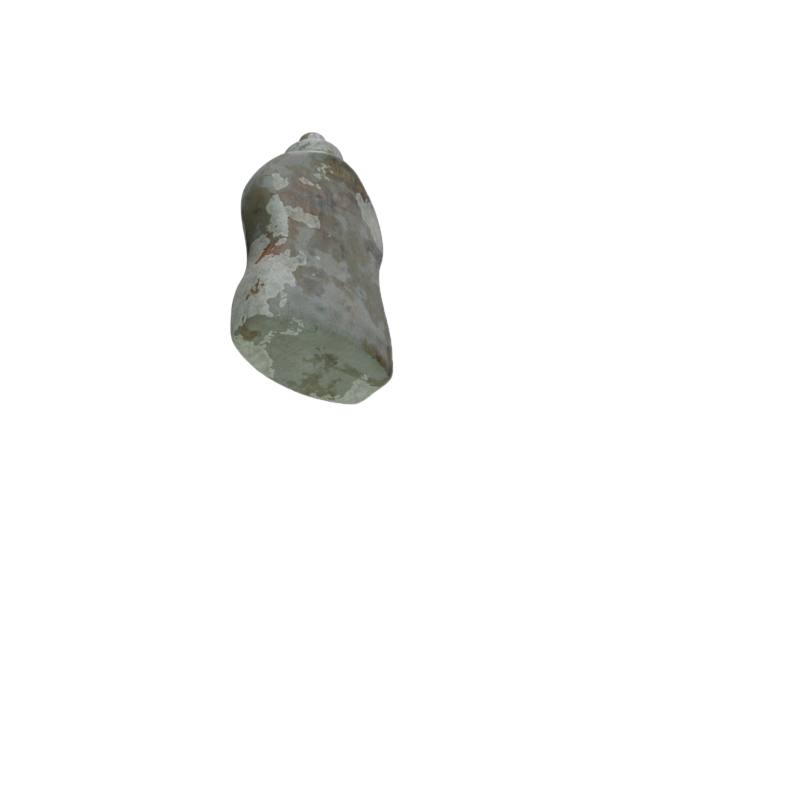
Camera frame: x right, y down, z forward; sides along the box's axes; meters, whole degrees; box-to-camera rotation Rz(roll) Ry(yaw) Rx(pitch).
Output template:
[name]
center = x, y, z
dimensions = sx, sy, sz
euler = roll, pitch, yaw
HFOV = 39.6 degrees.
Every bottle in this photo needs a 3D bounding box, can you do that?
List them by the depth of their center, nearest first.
[bottle]
center = -0.053, -0.096, 0.672
dimensions = 0.091, 0.206, 0.057
euler = 25, -49, -29
